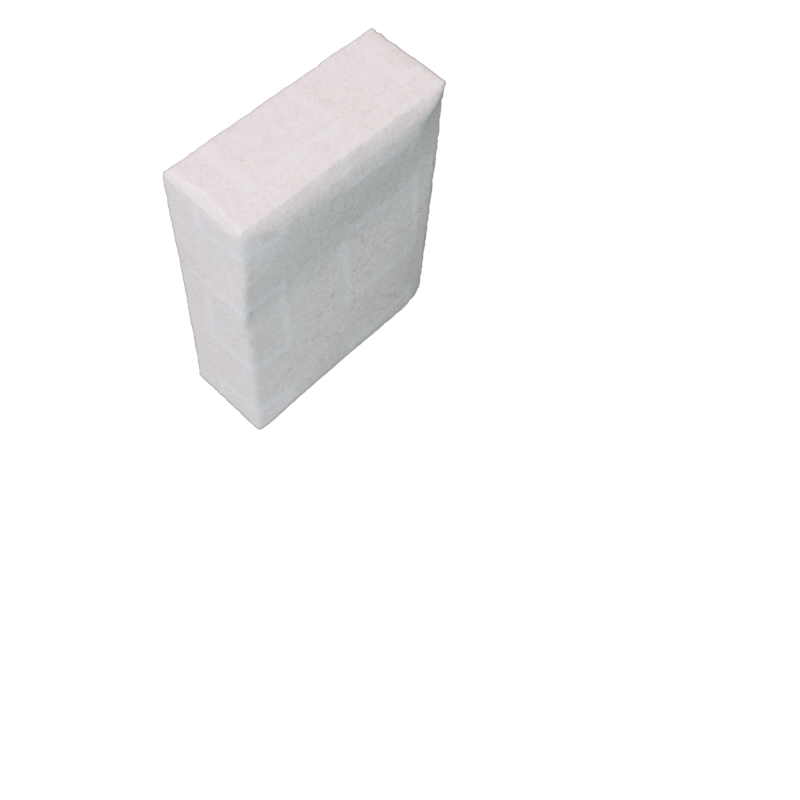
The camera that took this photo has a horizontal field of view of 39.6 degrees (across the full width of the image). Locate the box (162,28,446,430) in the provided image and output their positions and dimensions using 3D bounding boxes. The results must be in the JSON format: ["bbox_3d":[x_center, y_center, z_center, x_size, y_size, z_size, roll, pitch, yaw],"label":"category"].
[{"bbox_3d":[-0.054,-0.099,0.692,0.076,0.166,0.200,39,-26,18],"label":"box"}]
